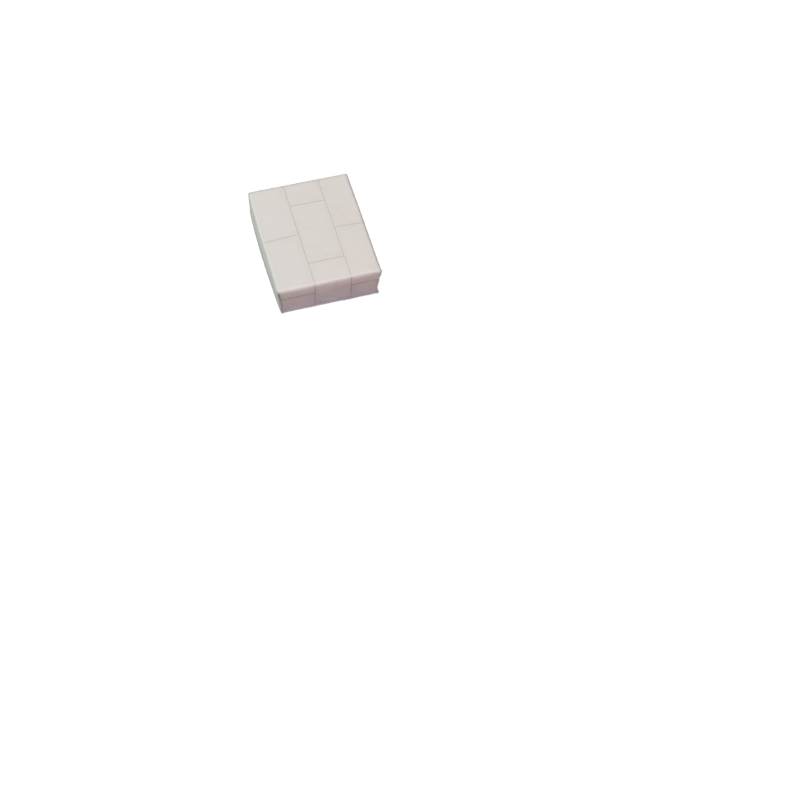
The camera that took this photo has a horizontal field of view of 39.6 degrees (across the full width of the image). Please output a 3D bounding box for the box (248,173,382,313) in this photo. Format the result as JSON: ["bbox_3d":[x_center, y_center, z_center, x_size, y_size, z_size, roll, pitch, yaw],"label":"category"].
[{"bbox_3d":[-0.074,-0.135,0.948,0.089,0.122,0.036,-13,-31,-9],"label":"box"}]
